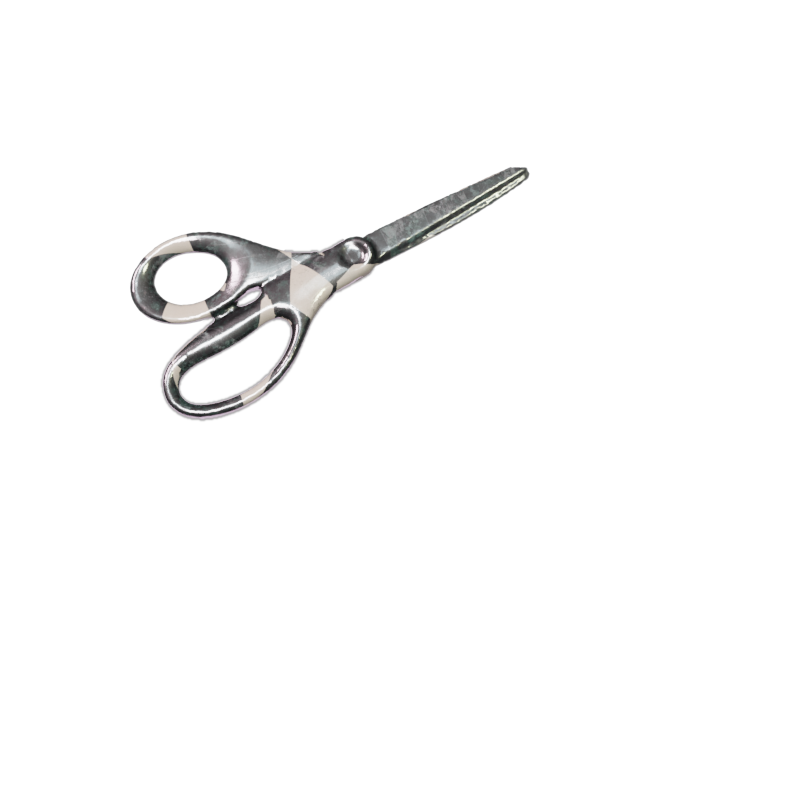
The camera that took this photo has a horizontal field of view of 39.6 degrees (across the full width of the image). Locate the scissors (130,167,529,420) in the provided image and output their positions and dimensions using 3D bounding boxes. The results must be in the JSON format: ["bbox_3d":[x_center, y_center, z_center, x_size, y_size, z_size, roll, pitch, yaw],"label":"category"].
[{"bbox_3d":[-0.041,-0.075,0.522,0.100,0.204,0.015,42,-17,15],"label":"scissors"}]
